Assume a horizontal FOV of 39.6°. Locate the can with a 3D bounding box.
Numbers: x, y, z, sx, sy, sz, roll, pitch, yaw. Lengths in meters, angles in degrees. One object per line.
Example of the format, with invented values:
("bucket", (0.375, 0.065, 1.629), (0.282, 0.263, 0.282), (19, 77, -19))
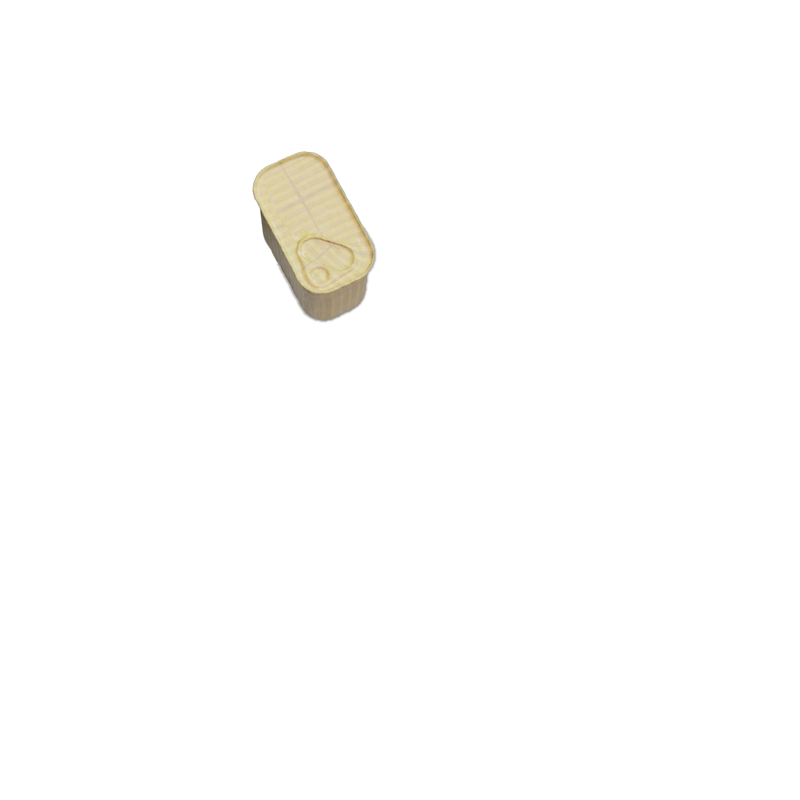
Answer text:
("can", (-0.062, -0.113, 0.792), (0.057, 0.107, 0.080), (-26, -15, -9))
